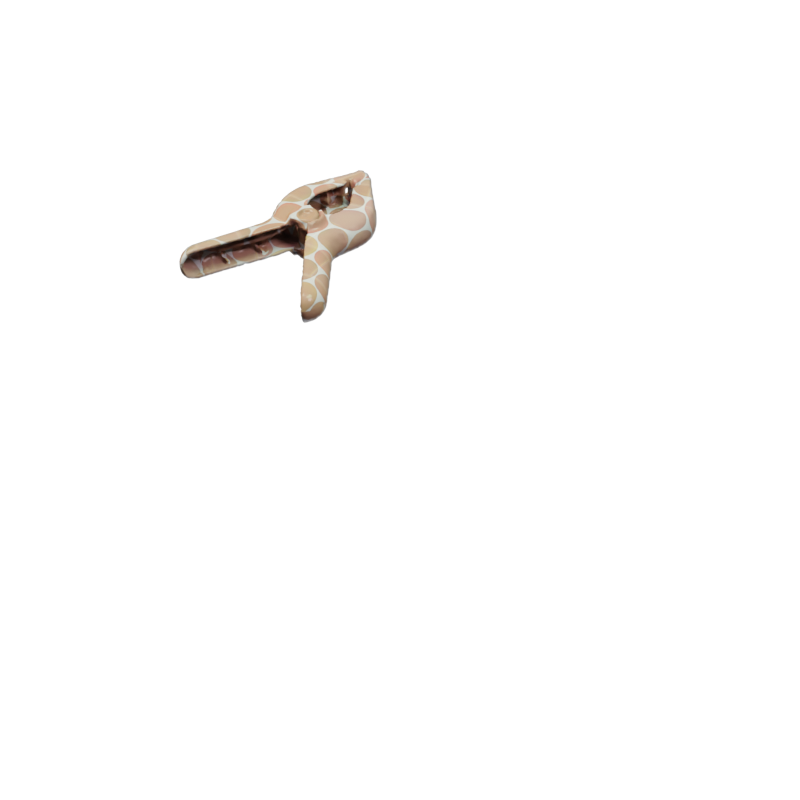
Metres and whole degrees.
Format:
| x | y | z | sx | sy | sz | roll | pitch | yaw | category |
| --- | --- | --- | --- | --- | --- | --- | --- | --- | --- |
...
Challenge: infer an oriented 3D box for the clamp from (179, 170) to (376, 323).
| x | y | z | sx | sy | sz | roll | pitch | yaw | category |
| --- | --- | --- | --- | --- | --- | --- | --- | --- | --- |
| -0.064 | -0.117 | 0.819 | 0.127 | 0.036 | 0.173 | 31 | 52 | 28 | clamp |
